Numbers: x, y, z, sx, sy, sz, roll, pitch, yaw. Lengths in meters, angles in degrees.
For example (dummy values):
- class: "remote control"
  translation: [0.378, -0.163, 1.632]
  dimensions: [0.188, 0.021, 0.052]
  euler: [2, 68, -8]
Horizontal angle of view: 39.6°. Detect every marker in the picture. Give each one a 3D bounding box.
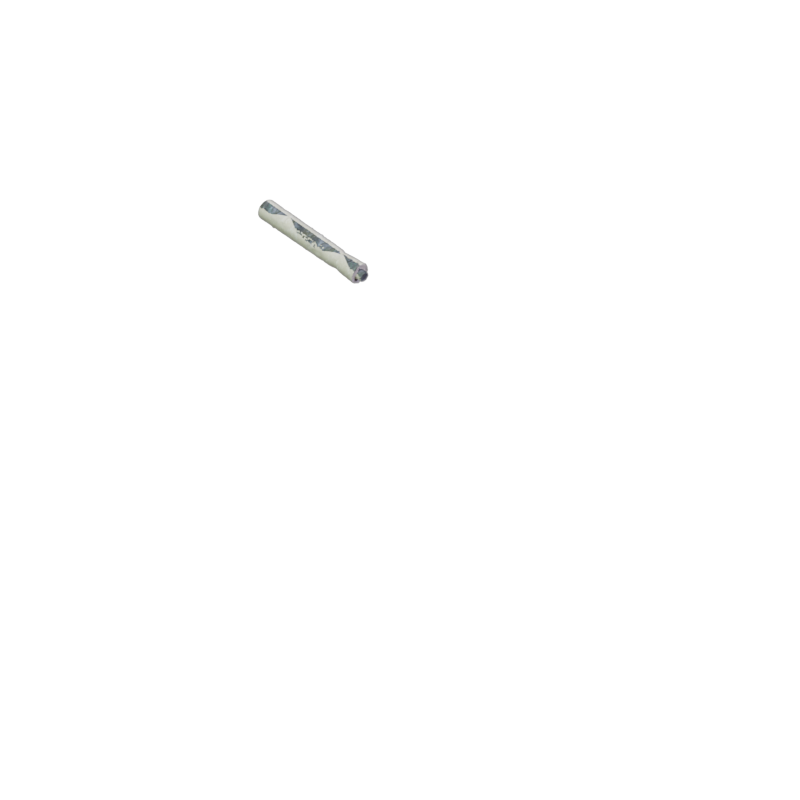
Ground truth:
- class: "marker"
  translation: [-0.072, -0.132, 0.923]
  dimensions: [0.129, 0.019, 0.019]
  euler: [37, 24, 32]
